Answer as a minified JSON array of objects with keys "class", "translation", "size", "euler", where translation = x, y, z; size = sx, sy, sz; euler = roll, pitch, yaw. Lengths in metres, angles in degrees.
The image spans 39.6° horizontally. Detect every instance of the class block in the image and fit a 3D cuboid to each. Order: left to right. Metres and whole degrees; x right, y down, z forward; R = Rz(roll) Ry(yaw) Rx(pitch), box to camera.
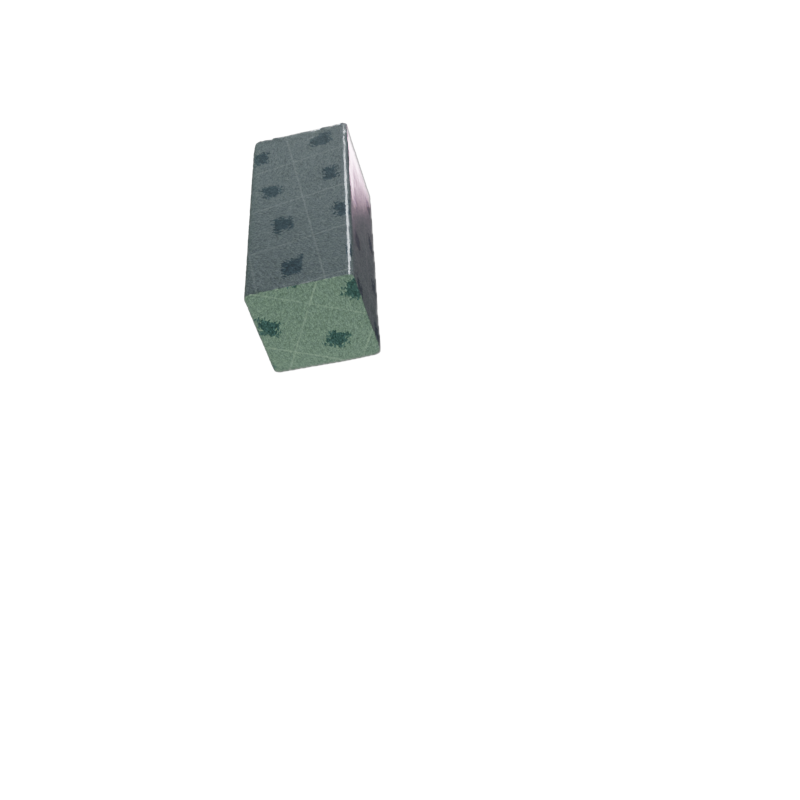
[{"class":"block","translation":[-0.074,-0.134,0.940],"size":[0.091,0.221,0.084],"euler":[-12,-46,8]}]
